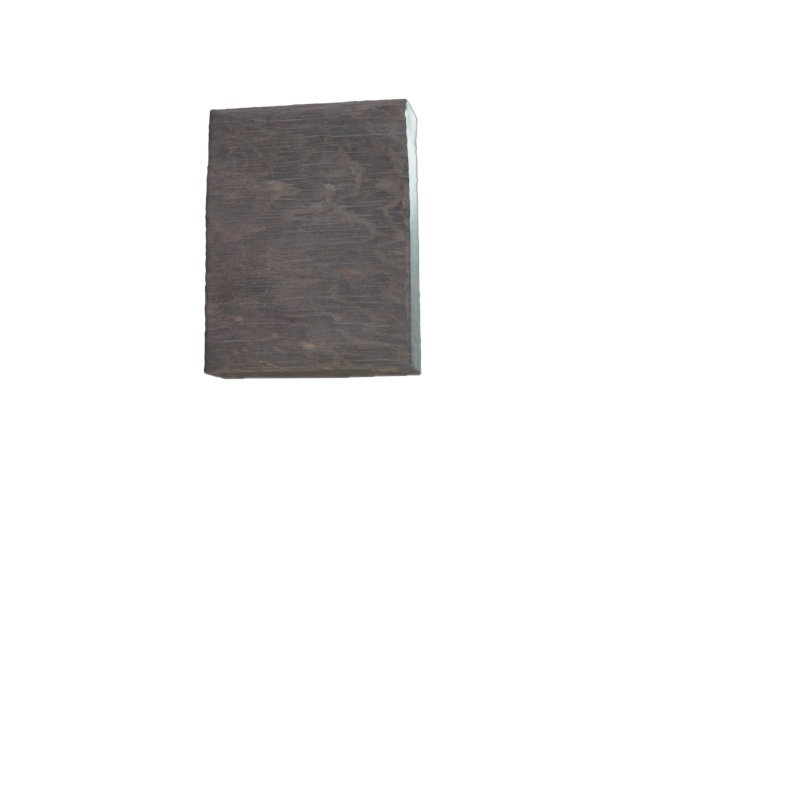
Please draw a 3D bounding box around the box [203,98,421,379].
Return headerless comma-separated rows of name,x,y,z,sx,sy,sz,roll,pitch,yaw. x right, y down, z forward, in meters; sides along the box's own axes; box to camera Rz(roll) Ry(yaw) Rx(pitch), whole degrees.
box,-0.069,-0.125,0.879,0.166,0.219,0.069,-2,-9,10
